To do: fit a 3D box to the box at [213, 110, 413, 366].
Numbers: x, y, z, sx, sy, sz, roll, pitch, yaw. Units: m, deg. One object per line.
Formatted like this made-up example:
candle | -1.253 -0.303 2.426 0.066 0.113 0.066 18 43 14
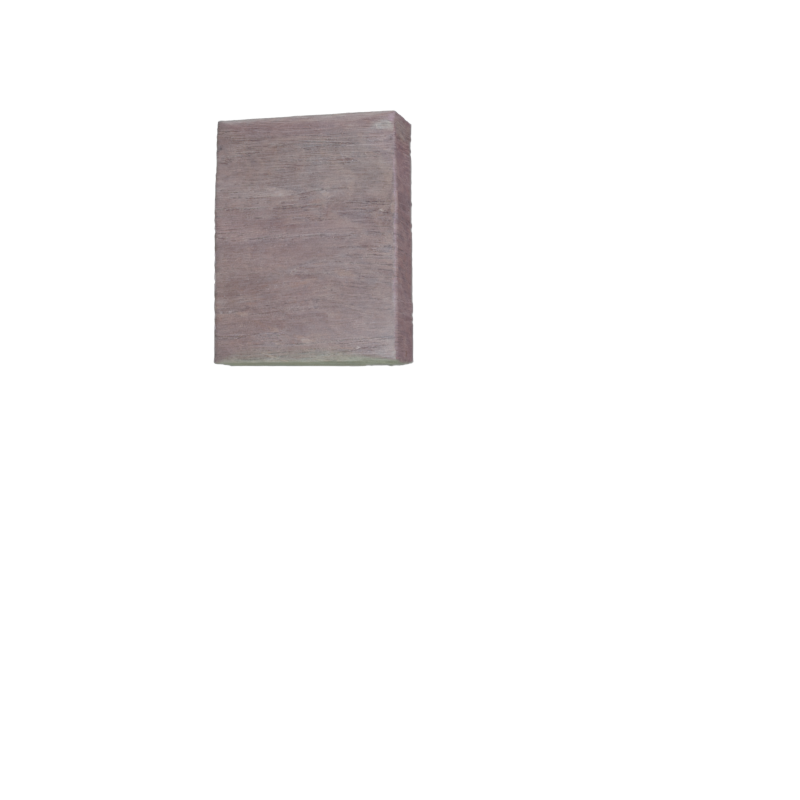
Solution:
box | -0.075 -0.137 0.958 0.167 0.217 0.069 -1 -5 15
